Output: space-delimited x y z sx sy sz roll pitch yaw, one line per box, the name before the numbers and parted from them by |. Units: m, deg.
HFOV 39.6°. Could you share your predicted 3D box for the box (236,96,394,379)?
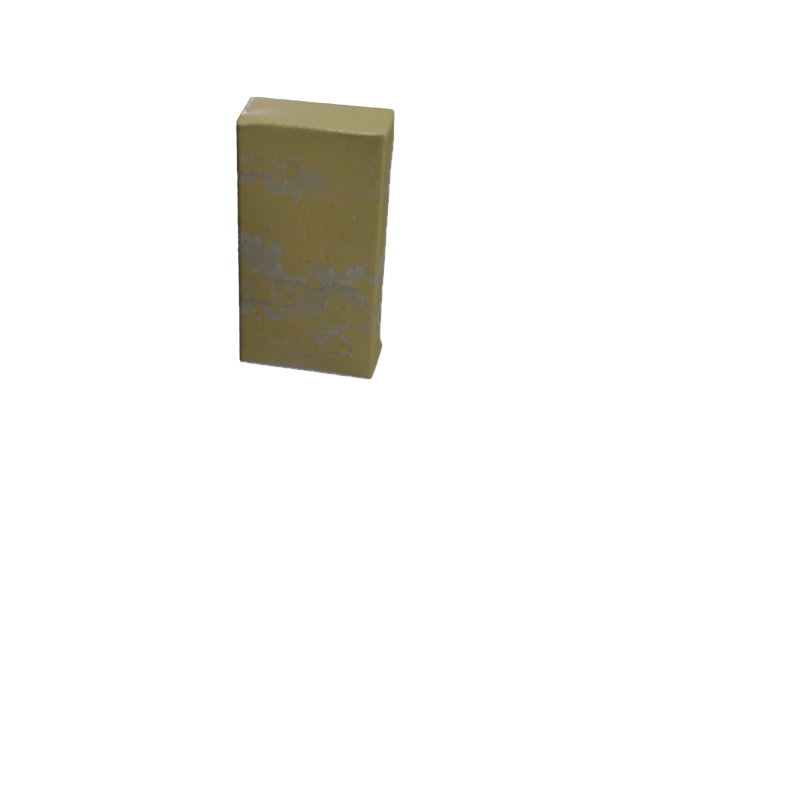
box | -0.055 -0.100 0.703 0.095 0.165 0.051 7 34 7
